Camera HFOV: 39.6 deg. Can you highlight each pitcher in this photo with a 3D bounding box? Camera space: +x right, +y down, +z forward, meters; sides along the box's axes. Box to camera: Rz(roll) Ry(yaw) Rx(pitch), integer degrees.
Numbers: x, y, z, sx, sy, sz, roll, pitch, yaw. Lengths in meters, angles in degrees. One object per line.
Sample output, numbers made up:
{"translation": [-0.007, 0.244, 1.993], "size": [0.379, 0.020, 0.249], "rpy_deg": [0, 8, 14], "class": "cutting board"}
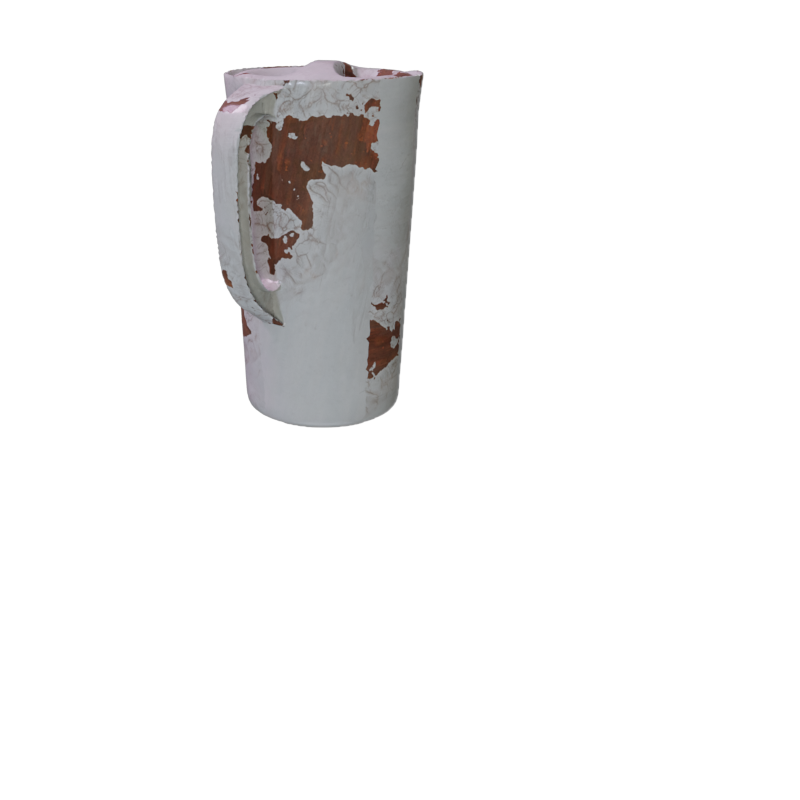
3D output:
{"translation": [-0.059, -0.108, 0.756], "size": [0.147, 0.235, 0.152], "rpy_deg": [-3, 15, -13], "class": "pitcher"}
